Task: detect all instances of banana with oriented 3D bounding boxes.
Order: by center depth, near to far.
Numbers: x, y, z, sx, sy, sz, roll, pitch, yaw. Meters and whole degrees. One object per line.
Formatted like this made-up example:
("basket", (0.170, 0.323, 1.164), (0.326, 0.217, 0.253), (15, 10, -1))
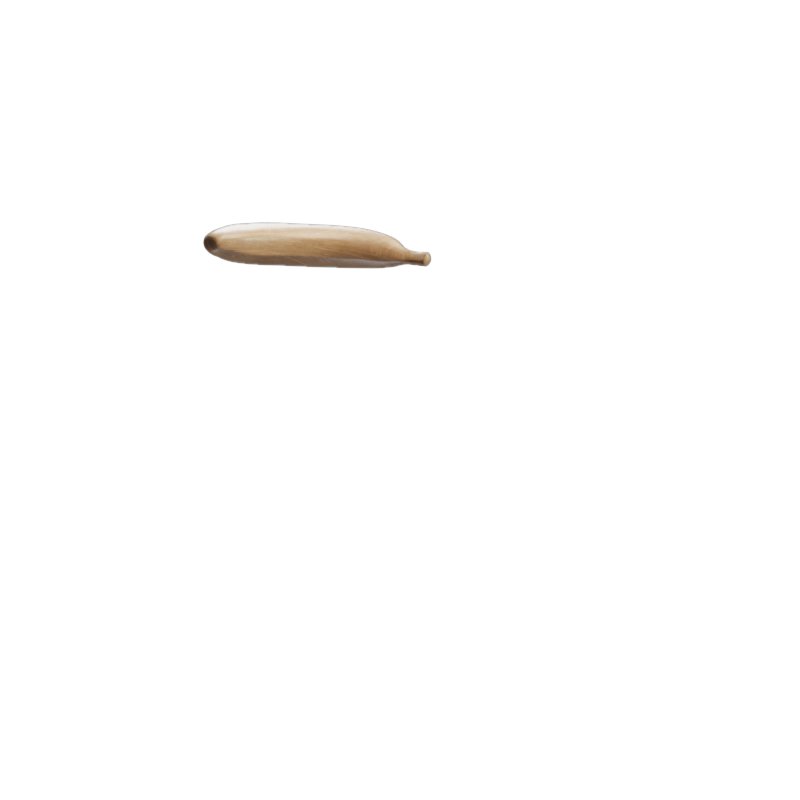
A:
("banana", (-0.076, -0.130, 0.926), (0.192, 0.037, 0.071), (-1, 1, -23))
